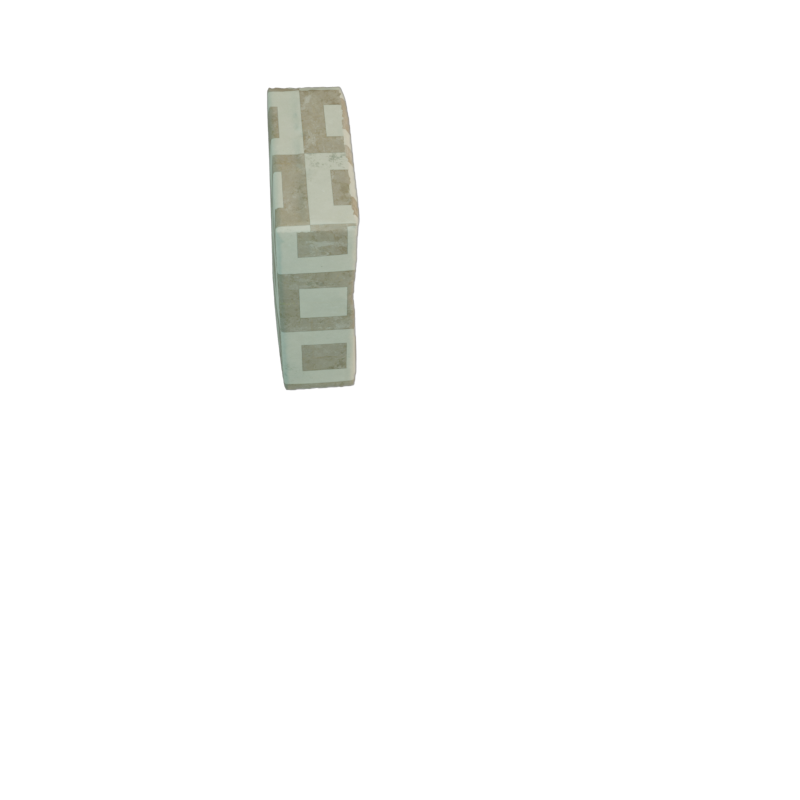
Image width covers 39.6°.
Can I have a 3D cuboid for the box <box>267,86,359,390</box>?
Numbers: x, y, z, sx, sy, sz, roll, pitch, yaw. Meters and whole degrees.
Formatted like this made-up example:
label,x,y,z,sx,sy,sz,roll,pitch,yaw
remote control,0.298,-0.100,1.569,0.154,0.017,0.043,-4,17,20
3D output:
label,x,y,z,sx,sy,sz,roll,pitch,yaw
box,-0.074,-0.136,0.949,0.071,0.177,0.200,-3,-37,-6
